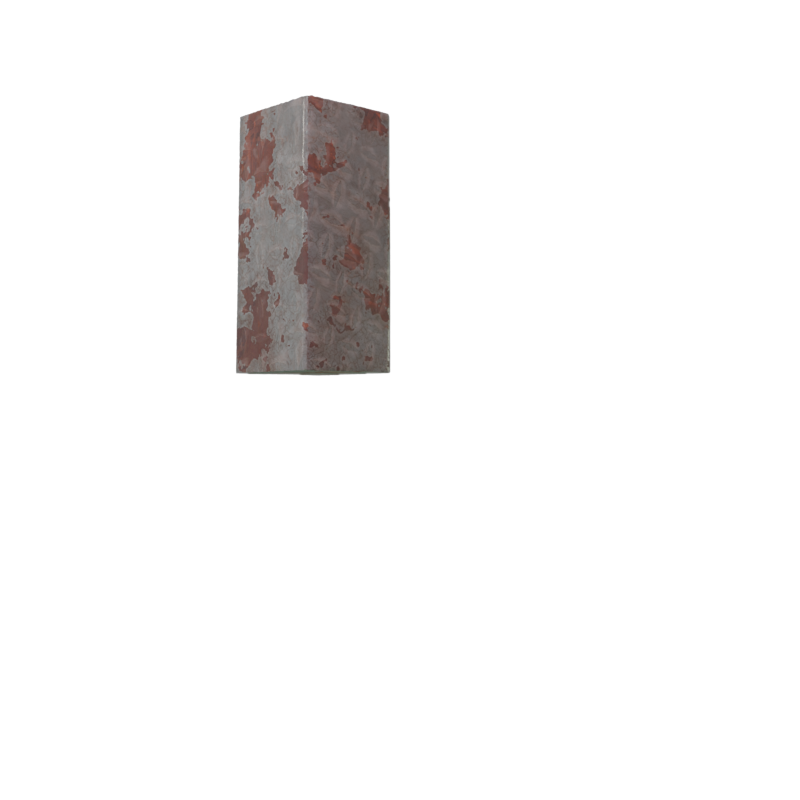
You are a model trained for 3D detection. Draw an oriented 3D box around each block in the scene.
[{"bbox_3d":[-0.068,-0.125,0.875,0.086,0.210,0.093,6,-10,-42],"label":"block"}]
